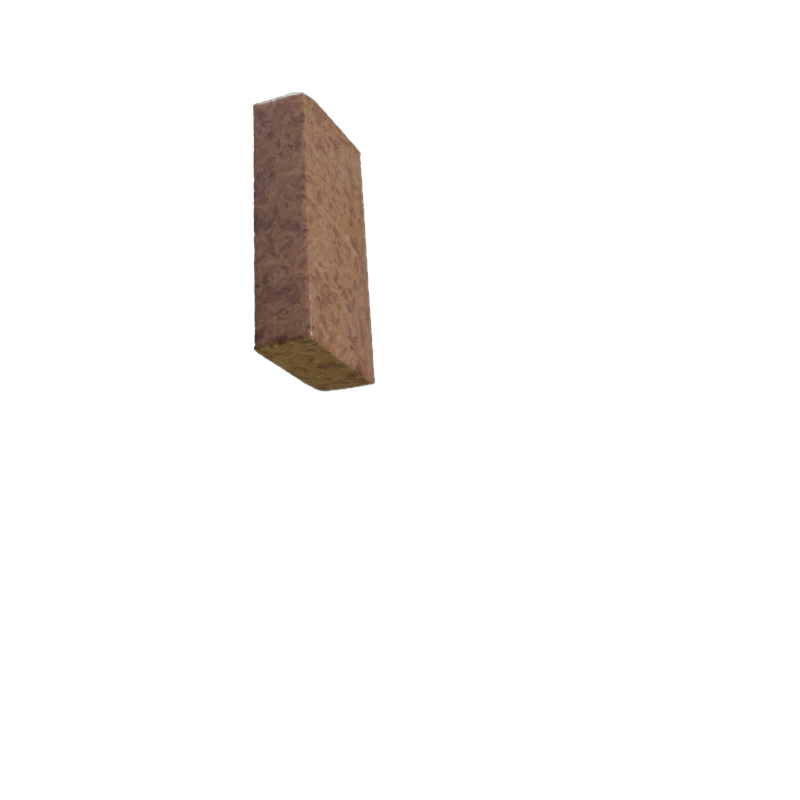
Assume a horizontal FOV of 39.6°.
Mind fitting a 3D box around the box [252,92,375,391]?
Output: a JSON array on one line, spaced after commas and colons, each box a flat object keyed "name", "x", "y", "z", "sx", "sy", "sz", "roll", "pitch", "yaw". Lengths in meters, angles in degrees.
[{"name": "box", "x": -0.056, "y": -0.103, "z": 0.717, "sx": 0.049, "sy": 0.186, "sz": 0.087, "roll": -12, "pitch": -26, "yaw": 22}]
